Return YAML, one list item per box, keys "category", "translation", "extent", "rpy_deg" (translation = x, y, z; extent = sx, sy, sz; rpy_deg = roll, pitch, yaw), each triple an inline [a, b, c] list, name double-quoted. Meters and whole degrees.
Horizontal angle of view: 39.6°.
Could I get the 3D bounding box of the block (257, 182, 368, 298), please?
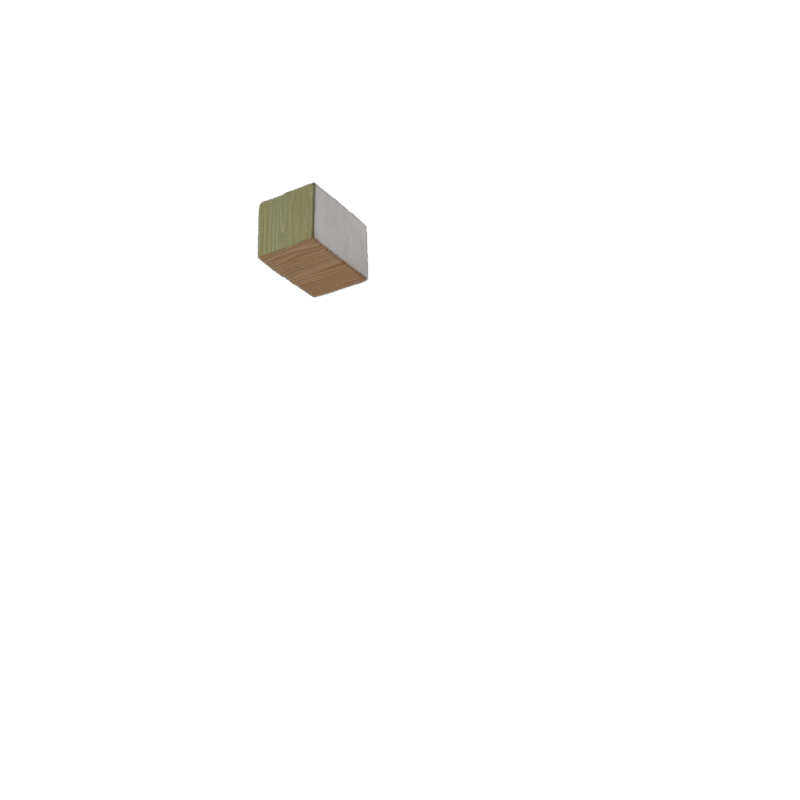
- category: "block"
  translation: [-0.067, -0.121, 0.850]
  extent: [0.053, 0.054, 0.072]
  rpy_deg: [-17, -31, 28]
